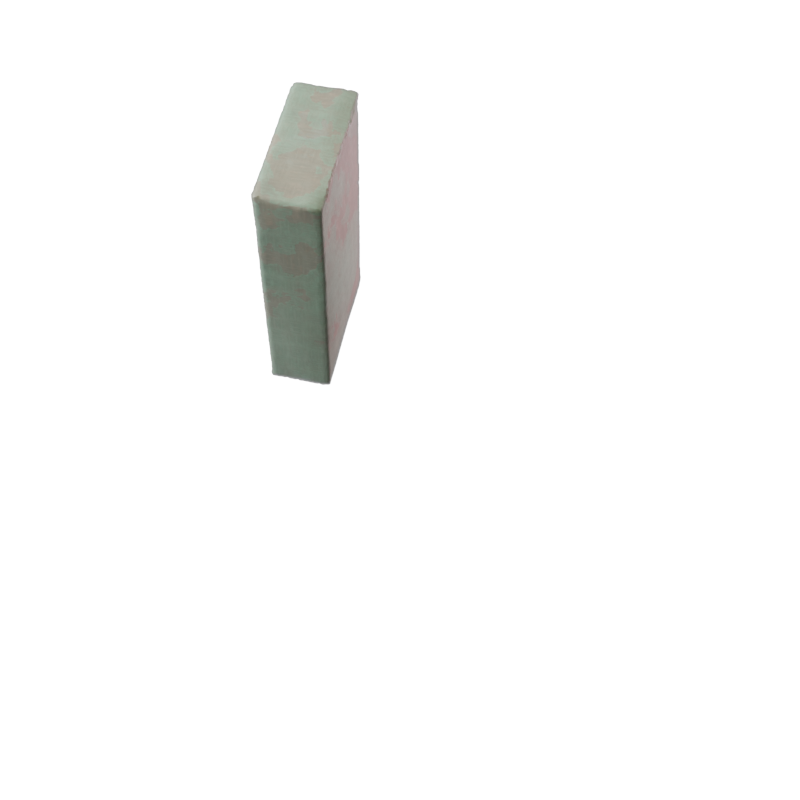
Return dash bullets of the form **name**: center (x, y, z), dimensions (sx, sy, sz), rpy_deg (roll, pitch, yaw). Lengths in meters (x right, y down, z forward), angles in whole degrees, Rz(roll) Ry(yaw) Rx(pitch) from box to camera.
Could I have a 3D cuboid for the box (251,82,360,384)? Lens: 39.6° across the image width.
- **box**: center (-0.052, -0.096, 0.672), dimensions (0.048, 0.099, 0.165), rpy_deg (12, -33, 3)
